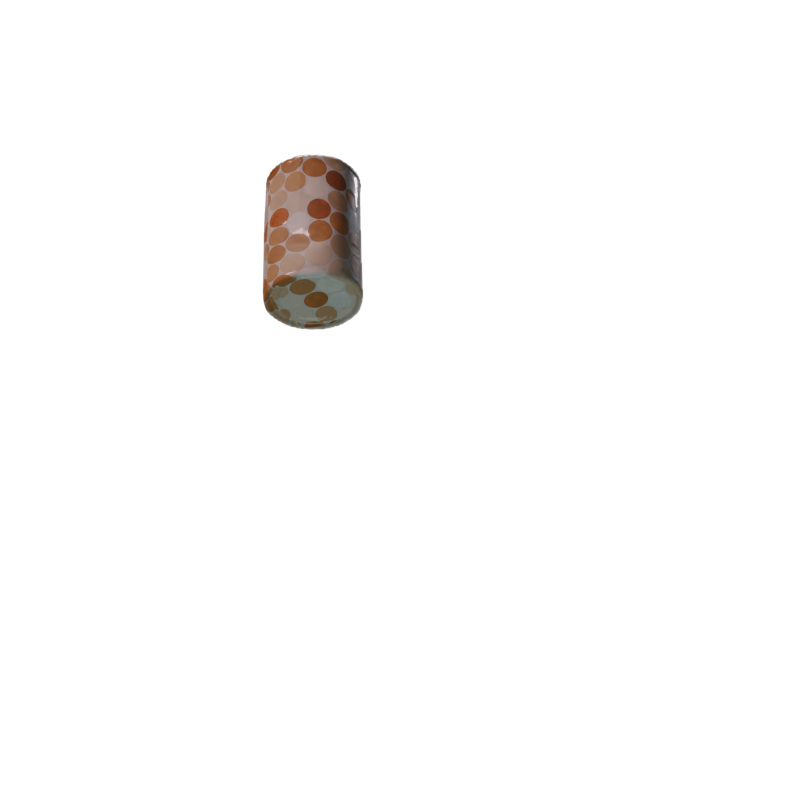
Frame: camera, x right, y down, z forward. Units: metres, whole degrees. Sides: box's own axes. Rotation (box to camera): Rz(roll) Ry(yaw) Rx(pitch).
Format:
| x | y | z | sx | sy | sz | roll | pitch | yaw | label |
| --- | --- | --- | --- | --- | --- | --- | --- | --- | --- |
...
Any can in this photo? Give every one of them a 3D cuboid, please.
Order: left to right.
| x | y | z | sx | sy | sz | roll | pitch | yaw | label |
| --- | --- | --- | --- | --- | --- | --- | --- | --- | --- |
| -0.059 | -0.108 | 0.758 | 0.068 | 0.109 | 0.064 | -1 | -35 | -2 | can |
